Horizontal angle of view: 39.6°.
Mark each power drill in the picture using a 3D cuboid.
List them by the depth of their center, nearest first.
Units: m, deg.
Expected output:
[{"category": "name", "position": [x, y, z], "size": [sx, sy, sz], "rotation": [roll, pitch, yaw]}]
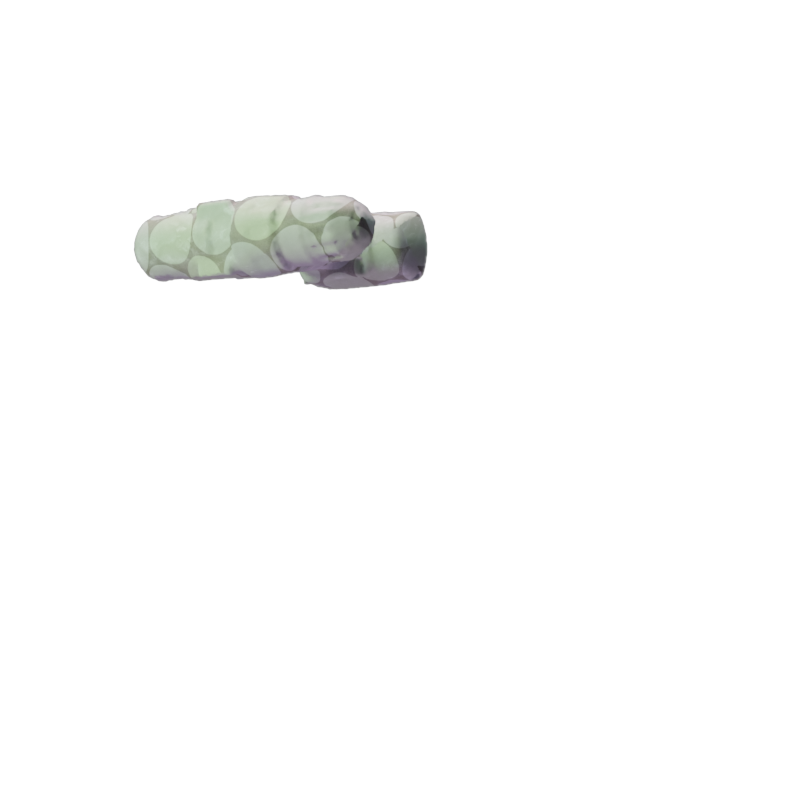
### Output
[{"category": "power drill", "position": [-0.060, -0.109, 0.765], "size": [0.191, 0.058, 0.180], "rotation": [2, 3, 35]}]
